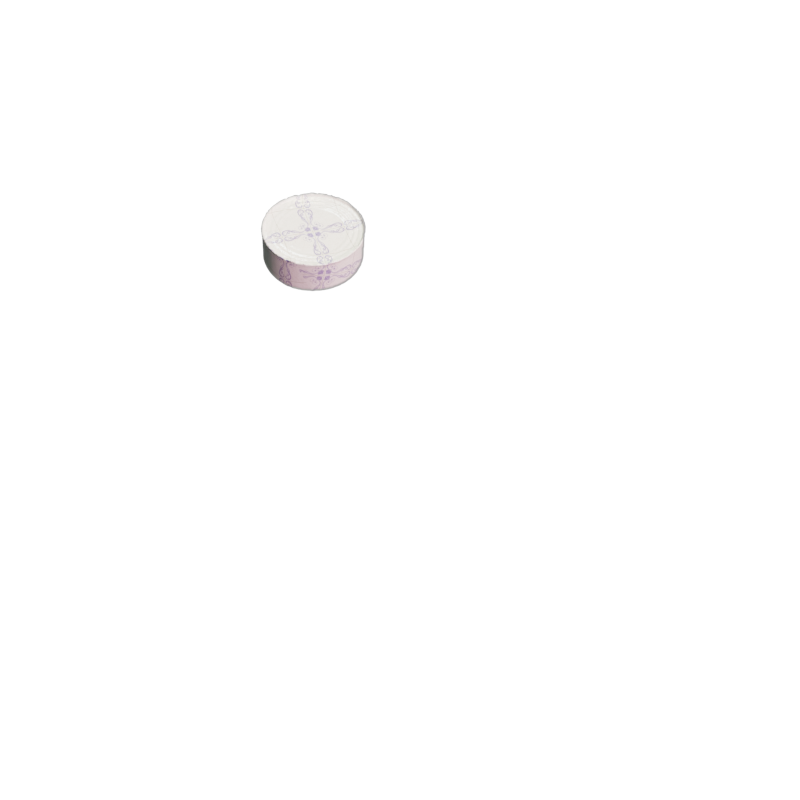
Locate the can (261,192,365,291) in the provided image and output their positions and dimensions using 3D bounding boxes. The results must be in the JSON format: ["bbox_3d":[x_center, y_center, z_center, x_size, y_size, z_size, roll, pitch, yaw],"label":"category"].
[{"bbox_3d":[-0.072,-0.131,0.920,0.086,0.092,0.031,-1,-42,-1],"label":"can"}]
